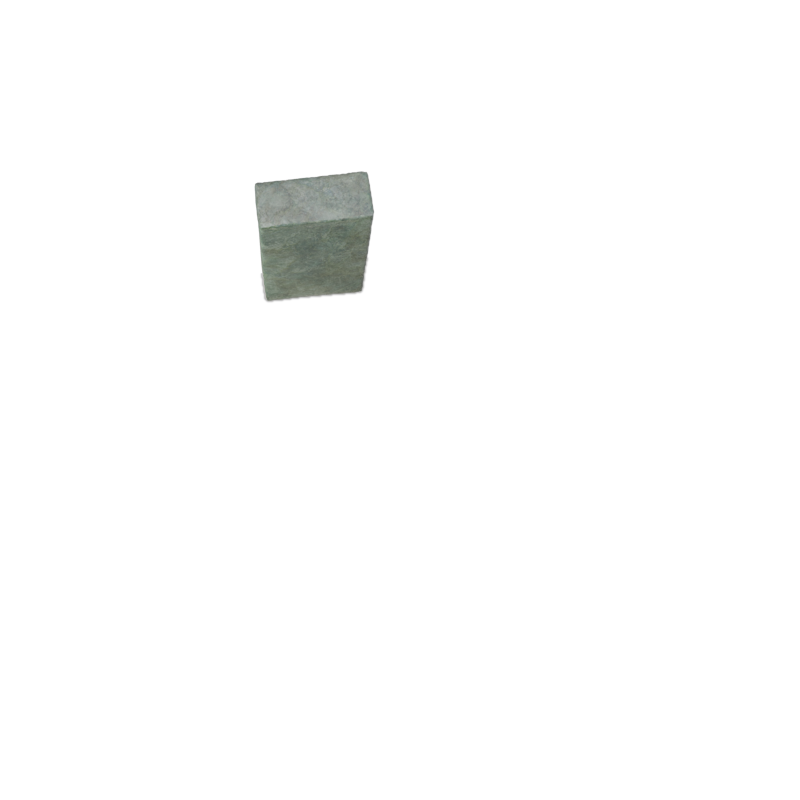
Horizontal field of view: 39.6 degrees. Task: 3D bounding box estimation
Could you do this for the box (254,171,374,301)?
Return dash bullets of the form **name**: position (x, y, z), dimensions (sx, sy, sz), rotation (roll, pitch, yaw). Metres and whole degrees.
- **box**: position (-0.074, -0.135, 0.946), dimensions (0.093, 0.050, 0.170), rotation (-6, -12, -5)
